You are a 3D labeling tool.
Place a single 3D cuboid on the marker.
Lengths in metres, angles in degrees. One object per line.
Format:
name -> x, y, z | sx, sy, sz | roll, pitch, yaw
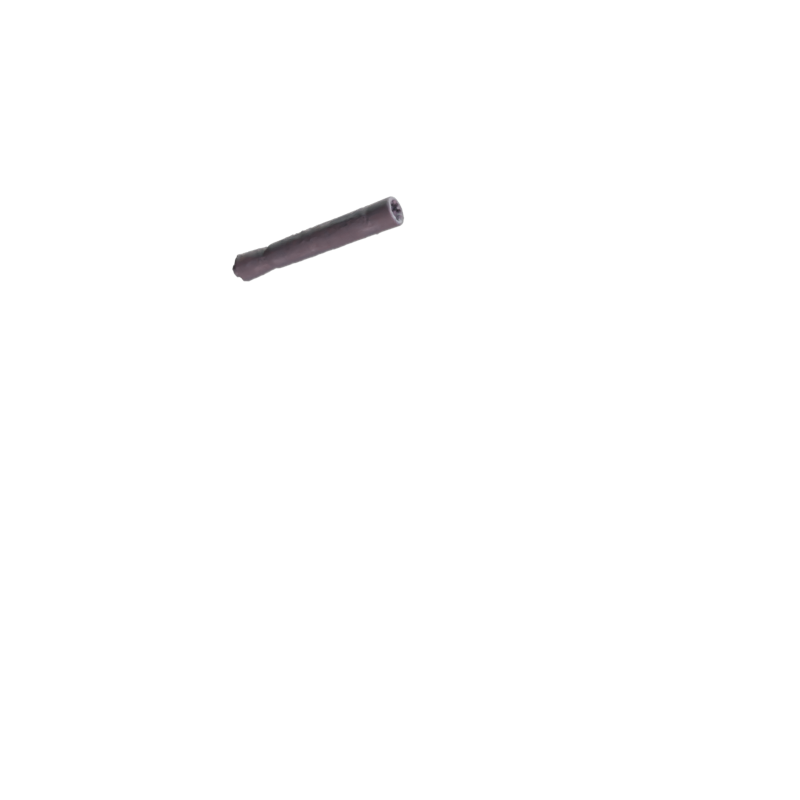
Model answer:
marker -> -0.054, -0.099, 0.694 | 0.122, 0.020, 0.019 | -16, -4, 27
